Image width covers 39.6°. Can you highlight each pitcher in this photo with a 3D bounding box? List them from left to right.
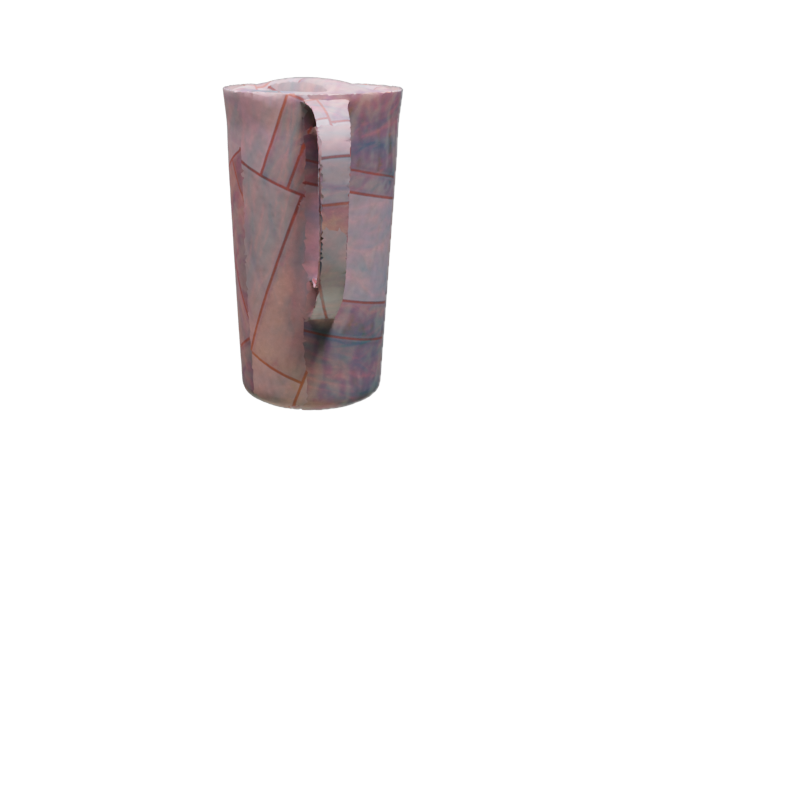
[{"bbox_3d":[-0.065,-0.119,0.832,0.152,0.236,0.147,9,16,32],"label":"pitcher"}]
